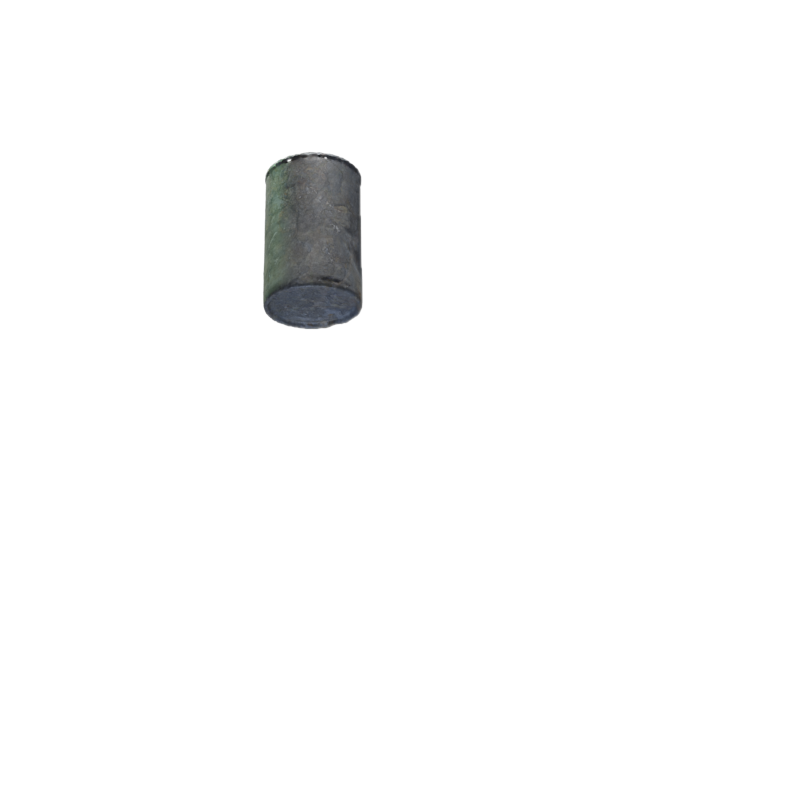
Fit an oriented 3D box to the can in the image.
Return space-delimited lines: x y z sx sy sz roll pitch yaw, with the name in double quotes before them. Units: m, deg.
"can" -0.059 -0.108 0.756 0.068 0.108 0.065 0 -27 -2
